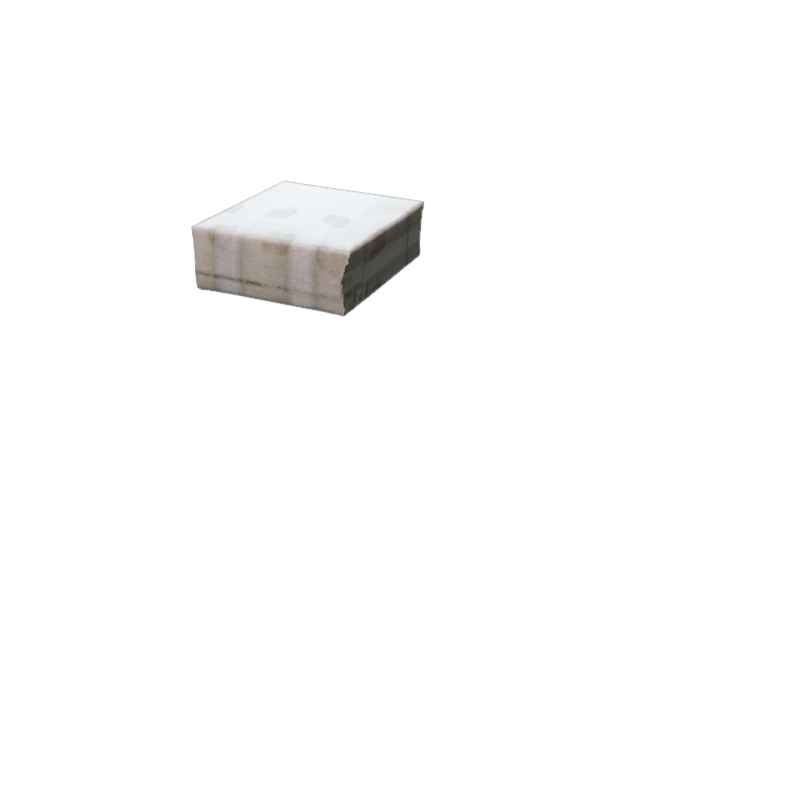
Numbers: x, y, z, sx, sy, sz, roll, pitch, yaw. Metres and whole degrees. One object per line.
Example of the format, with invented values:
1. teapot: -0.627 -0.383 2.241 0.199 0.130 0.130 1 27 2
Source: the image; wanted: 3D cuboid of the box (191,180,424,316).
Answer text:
1. box: -0.047 -0.086 0.604 0.093 0.037 0.115 10 27 20
